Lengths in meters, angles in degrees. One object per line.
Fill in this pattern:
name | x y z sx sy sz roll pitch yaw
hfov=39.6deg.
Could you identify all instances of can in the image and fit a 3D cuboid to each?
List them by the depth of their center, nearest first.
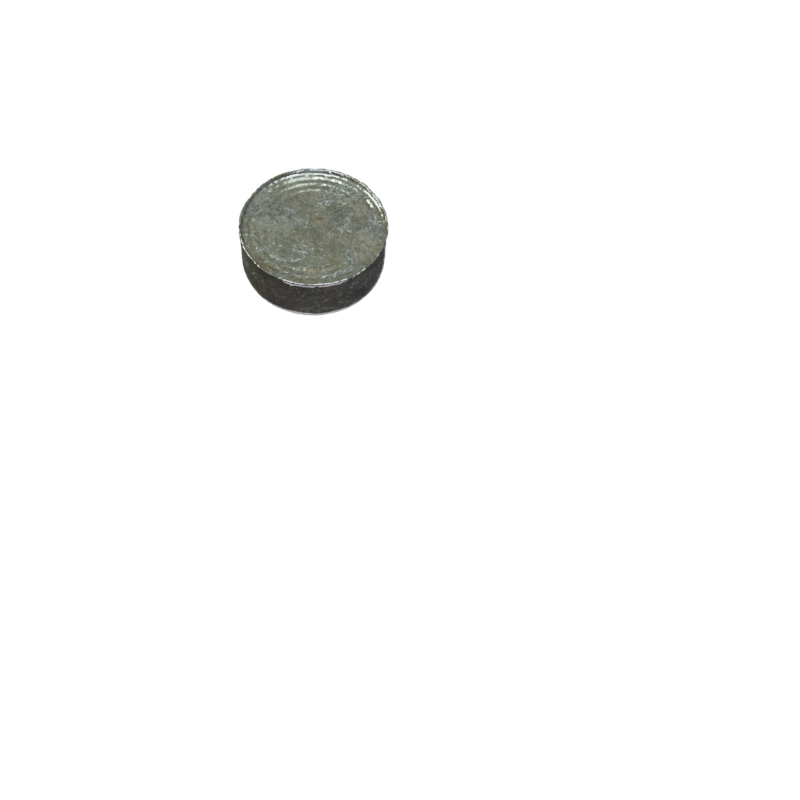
can | -0.051 -0.092 0.645 0.086 0.092 0.031 -1 -35 -1
